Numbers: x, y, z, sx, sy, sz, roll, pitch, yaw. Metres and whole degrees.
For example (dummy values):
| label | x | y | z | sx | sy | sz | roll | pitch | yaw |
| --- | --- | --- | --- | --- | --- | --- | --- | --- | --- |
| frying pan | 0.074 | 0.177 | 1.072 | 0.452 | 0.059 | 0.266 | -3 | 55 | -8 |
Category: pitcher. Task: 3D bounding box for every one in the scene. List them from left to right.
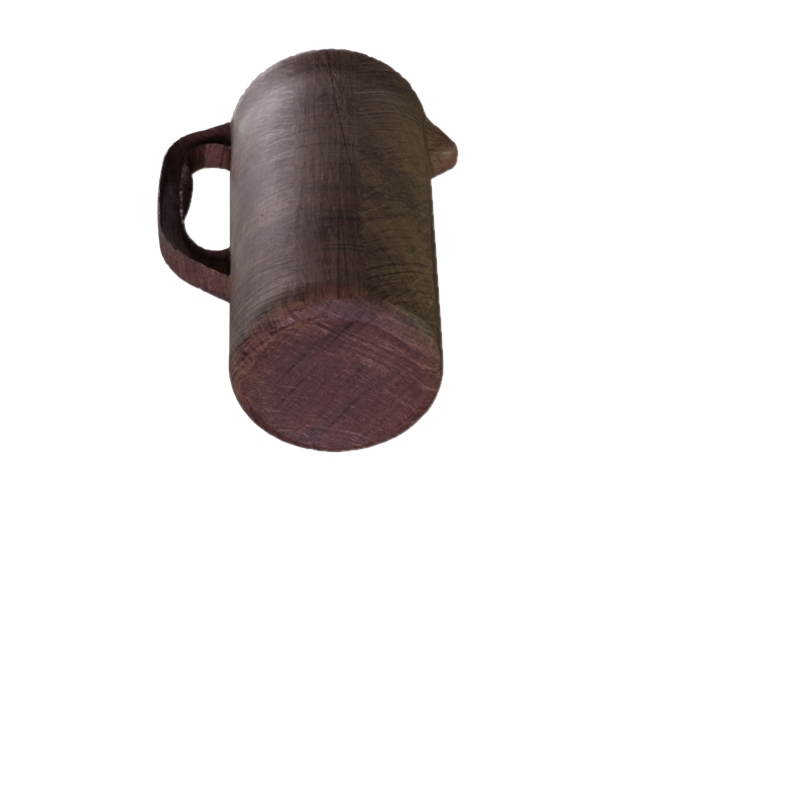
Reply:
| label | x | y | z | sx | sy | sz | roll | pitch | yaw |
| --- | --- | --- | --- | --- | --- | --- | --- | --- | --- |
| pitcher | -0.050 | -0.092 | 0.643 | 0.148 | 0.261 | 0.136 | -34 | -56 | 23 |
